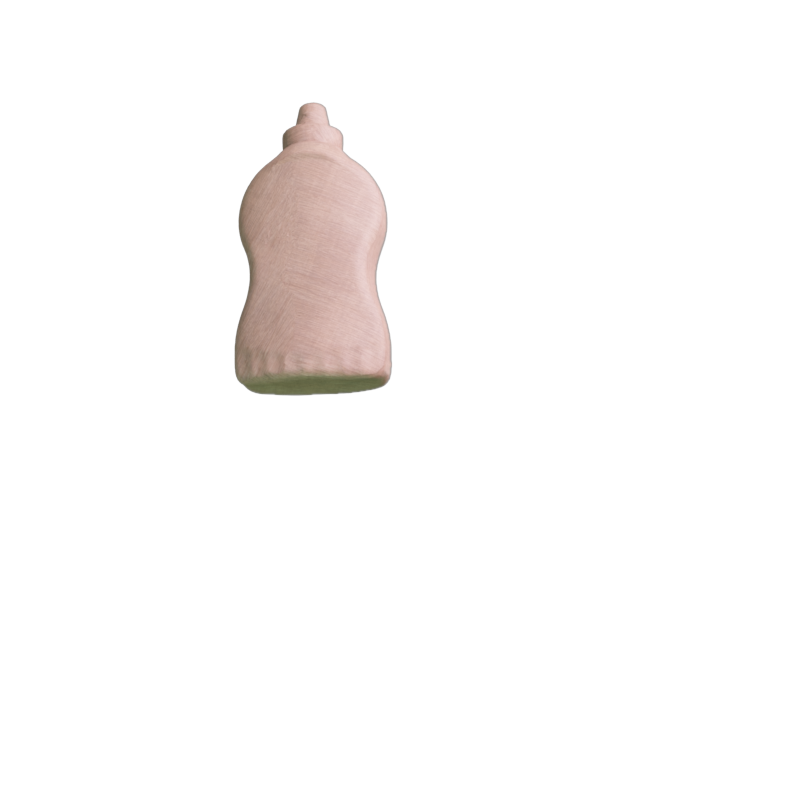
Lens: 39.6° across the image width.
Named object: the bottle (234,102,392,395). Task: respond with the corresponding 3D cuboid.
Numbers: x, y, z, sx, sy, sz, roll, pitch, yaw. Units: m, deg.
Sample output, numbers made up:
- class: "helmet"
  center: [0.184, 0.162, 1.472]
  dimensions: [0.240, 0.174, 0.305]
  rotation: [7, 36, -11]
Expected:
- class: "bottle"
  center: [-0.056, -0.102, 0.716]
  dimensions: [0.097, 0.200, 0.055]
  rotation: [-5, -19, 11]
